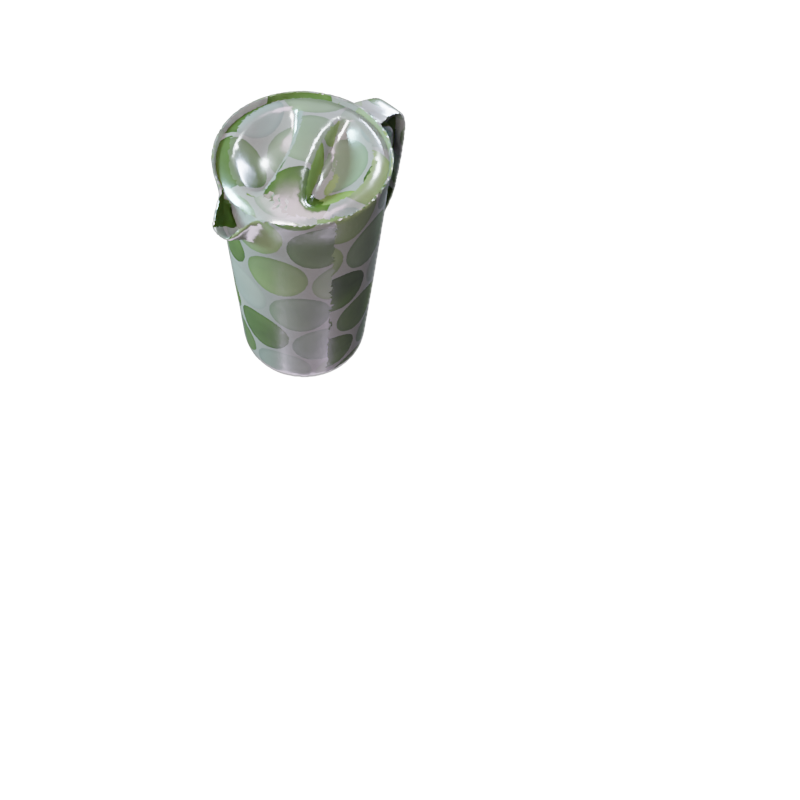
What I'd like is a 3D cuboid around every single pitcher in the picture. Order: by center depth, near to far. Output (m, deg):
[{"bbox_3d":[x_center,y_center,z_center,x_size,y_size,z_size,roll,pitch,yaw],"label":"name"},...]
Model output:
[{"bbox_3d":[-0.071,-0.129,0.904,0.149,0.155,0.228,-1,-32,-4],"label":"pitcher"}]
